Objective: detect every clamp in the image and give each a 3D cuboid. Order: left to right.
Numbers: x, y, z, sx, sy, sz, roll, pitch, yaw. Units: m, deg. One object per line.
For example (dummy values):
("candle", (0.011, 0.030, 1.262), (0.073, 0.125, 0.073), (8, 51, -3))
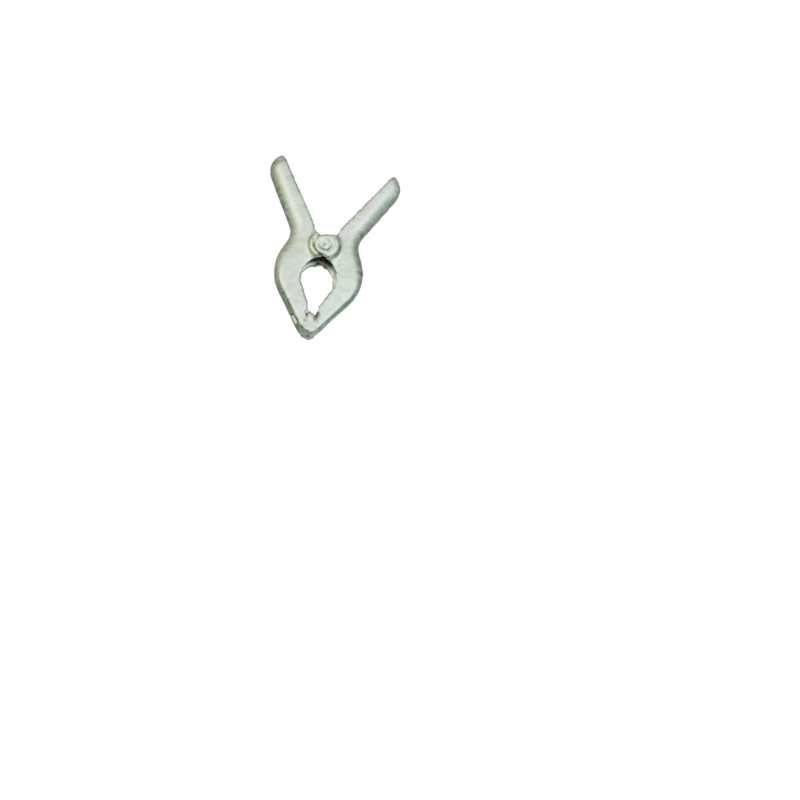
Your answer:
("clamp", (-0.078, -0.143, 1.000), (0.122, 0.178, 0.037), (16, -23, 6))
